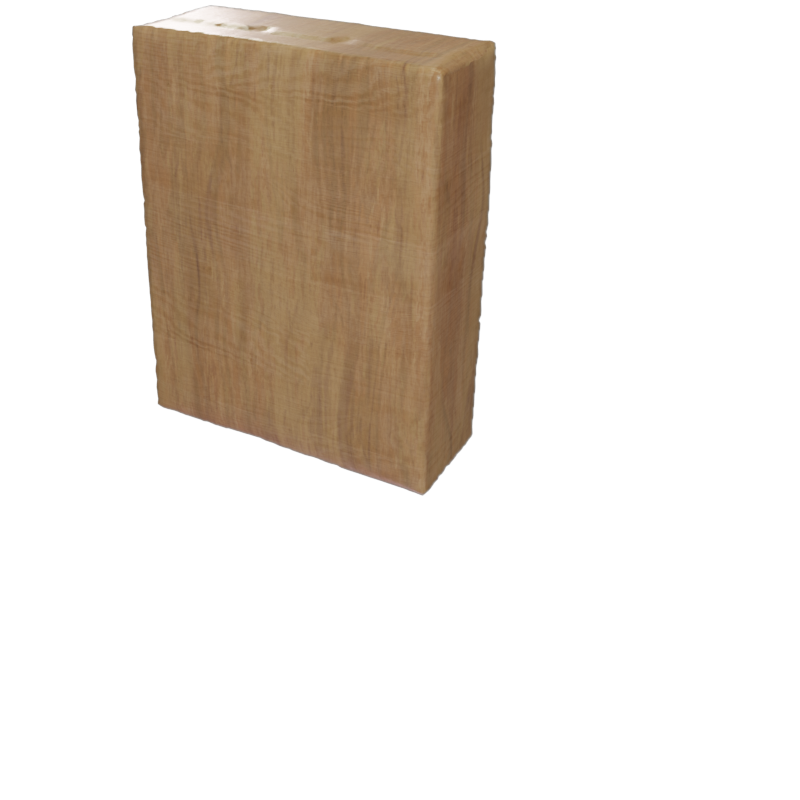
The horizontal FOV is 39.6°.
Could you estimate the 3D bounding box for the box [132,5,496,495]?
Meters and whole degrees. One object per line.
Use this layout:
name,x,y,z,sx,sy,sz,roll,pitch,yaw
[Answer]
box,-0.043,-0.079,0.553,0.172,0.202,0.072,16,29,26
